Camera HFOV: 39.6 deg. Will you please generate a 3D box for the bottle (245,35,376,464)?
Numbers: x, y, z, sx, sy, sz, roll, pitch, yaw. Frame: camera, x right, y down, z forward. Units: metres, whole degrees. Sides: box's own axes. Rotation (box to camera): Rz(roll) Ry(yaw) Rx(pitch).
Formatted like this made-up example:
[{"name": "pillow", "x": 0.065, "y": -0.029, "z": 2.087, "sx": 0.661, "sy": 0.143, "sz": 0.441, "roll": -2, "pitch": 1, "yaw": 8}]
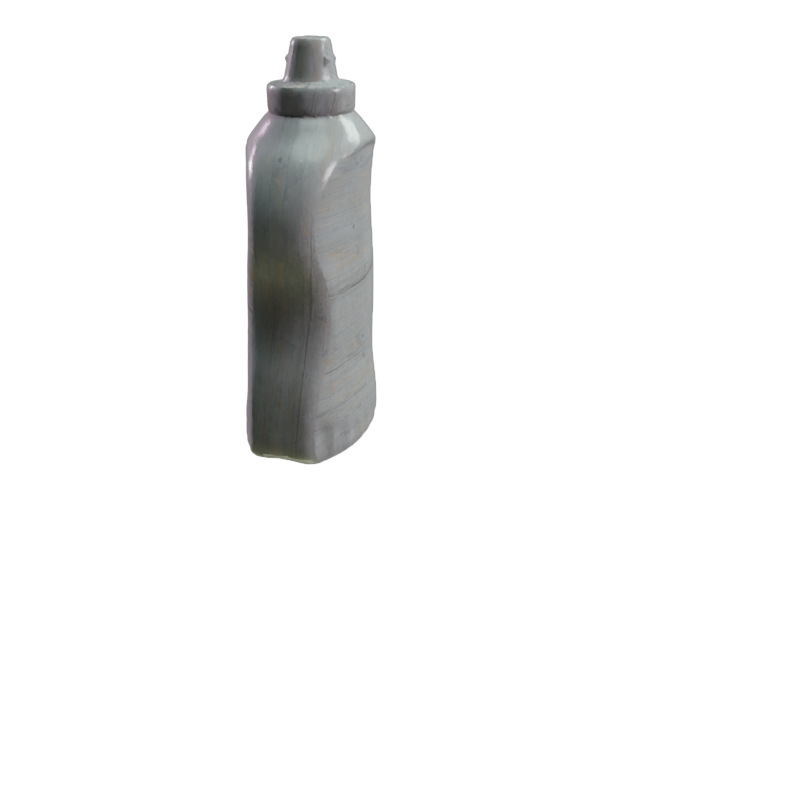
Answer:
[{"name": "bottle", "x": -0.042, "y": -0.075, "z": 0.526, "sx": 0.060, "sy": 0.185, "sz": 0.097, "roll": 6, "pitch": 18, "yaw": 16}]
